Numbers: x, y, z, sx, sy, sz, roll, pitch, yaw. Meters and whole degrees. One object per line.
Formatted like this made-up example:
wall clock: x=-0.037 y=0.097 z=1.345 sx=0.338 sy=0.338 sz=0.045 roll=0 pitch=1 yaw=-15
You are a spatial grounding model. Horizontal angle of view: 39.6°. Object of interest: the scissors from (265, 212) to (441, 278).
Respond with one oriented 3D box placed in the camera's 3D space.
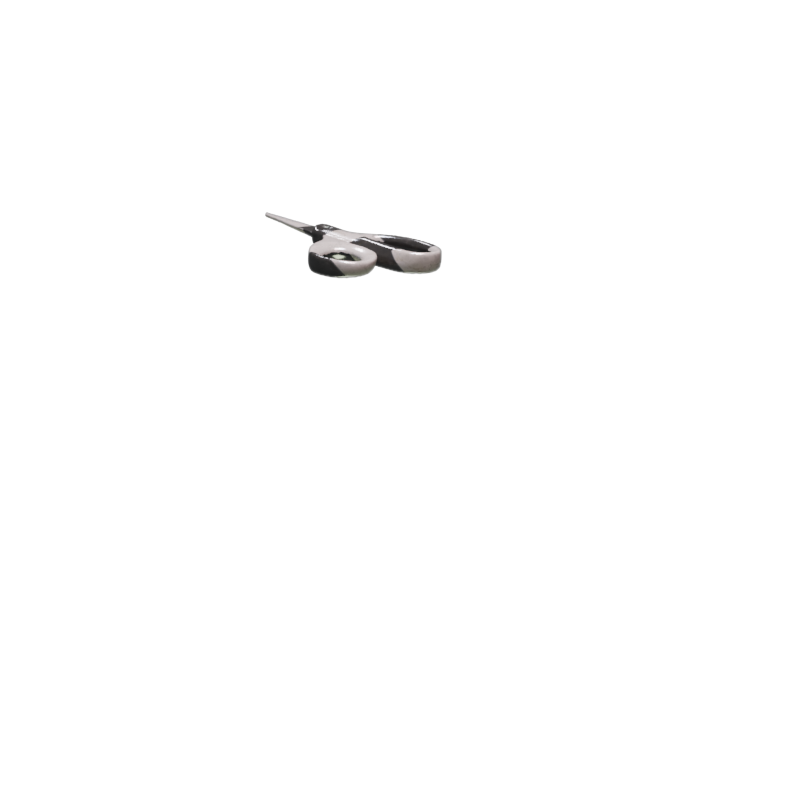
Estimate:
scissors: x=-0.061 y=-0.112 z=0.784 sx=0.213 sy=0.015 sz=0.094 roll=18 pitch=26 yaw=42
